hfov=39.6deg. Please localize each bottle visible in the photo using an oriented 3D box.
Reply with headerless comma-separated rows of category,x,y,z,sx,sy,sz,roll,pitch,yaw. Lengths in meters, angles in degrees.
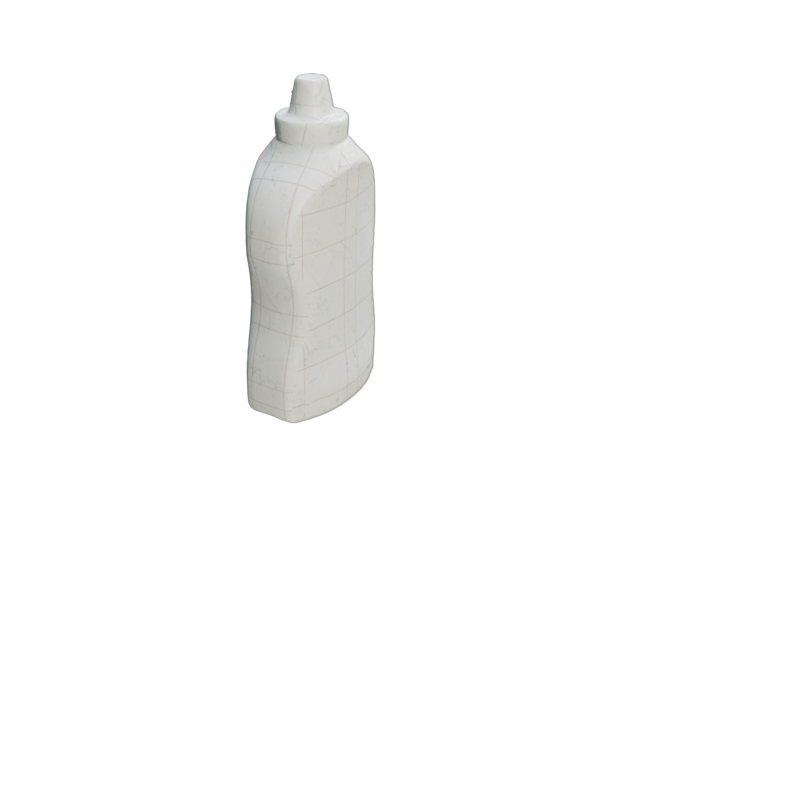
bottle,-0.050,-0.090,0.632,0.061,0.182,0.096,16,28,29
